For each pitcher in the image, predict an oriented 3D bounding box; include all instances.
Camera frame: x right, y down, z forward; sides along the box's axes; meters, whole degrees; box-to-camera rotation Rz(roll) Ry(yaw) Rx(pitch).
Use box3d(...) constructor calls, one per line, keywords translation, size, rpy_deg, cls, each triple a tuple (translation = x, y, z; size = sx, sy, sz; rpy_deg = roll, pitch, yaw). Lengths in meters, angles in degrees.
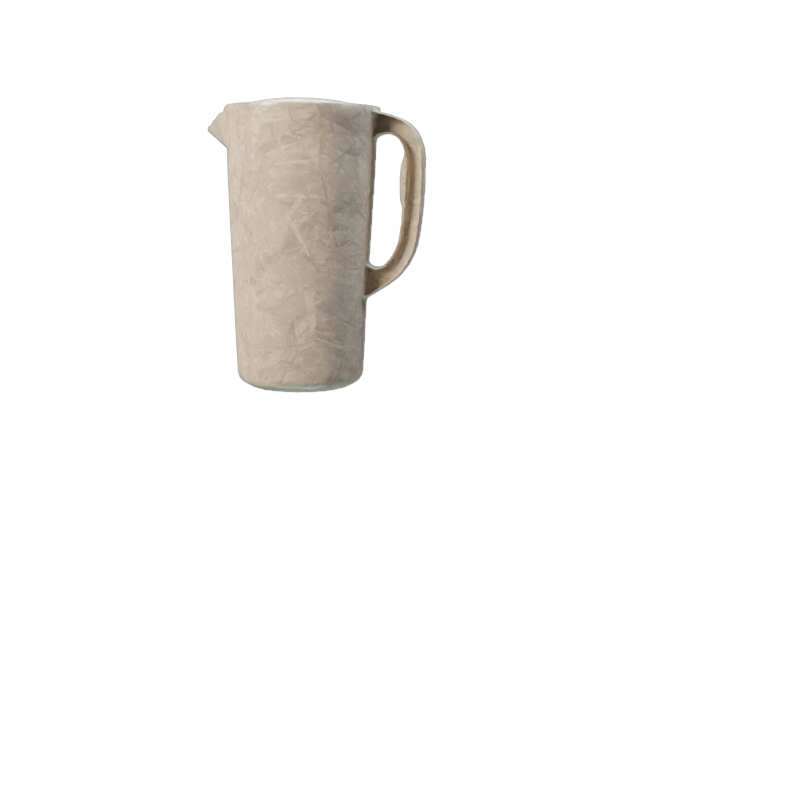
box3d(translation=(-0.074, -0.134, 0.941), size=(0.140, 0.240, 0.156), rpy_deg=(-3, 7, -34), cls="pitcher")
